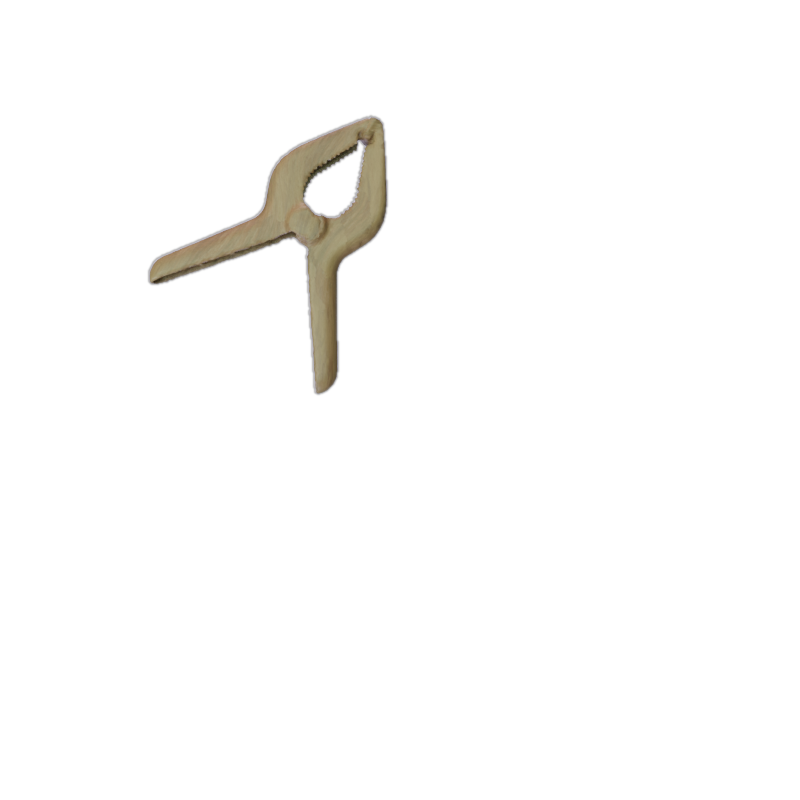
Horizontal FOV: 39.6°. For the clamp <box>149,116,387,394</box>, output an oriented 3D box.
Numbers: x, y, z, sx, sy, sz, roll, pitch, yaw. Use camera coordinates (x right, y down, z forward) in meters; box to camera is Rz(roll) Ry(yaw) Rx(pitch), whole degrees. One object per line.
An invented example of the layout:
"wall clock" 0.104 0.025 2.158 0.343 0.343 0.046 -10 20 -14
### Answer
"clamp" -0.067 -0.122 0.852 0.167 0.212 0.035 39 -8 6
